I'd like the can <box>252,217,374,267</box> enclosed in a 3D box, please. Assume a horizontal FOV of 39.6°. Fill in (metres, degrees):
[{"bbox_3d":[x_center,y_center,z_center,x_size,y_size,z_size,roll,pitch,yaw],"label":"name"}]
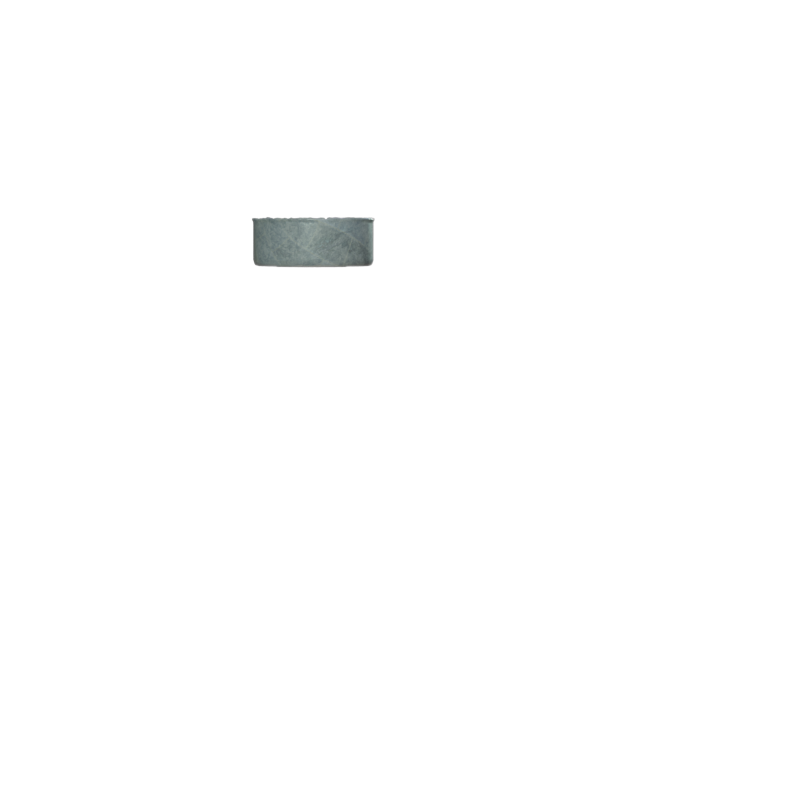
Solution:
[{"bbox_3d":[-0.061,-0.111,0.775,0.086,0.033,0.087,0,7,-2],"label":"can"}]
